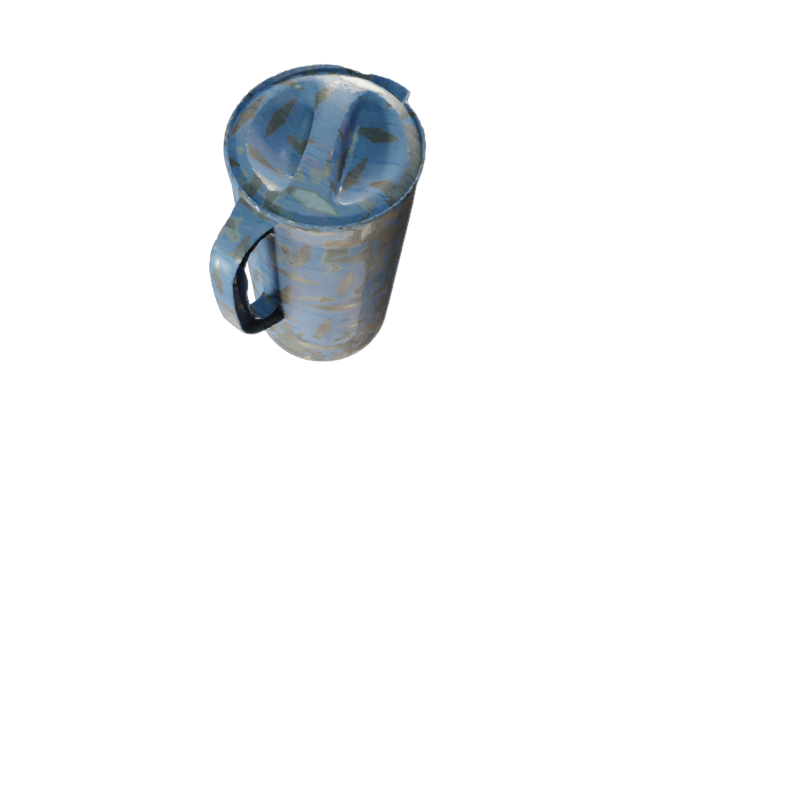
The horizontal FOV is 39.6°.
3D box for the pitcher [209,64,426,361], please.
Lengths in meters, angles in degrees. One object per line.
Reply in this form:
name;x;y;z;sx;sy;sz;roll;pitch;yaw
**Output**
pitcher;-0.064;-0.117;0.821;0.148;0.154;0.229;-5;-26;-6
